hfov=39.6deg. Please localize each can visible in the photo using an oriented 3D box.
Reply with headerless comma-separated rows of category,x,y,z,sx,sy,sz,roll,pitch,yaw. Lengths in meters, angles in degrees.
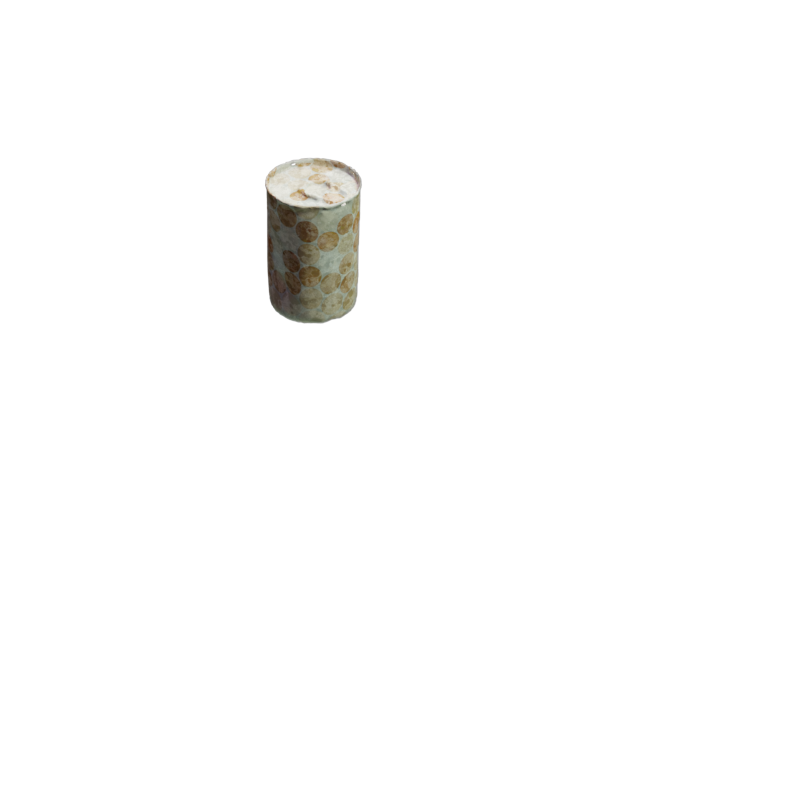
can,-0.063,-0.115,0.802,0.068,0.096,0.073,0,37,-3
